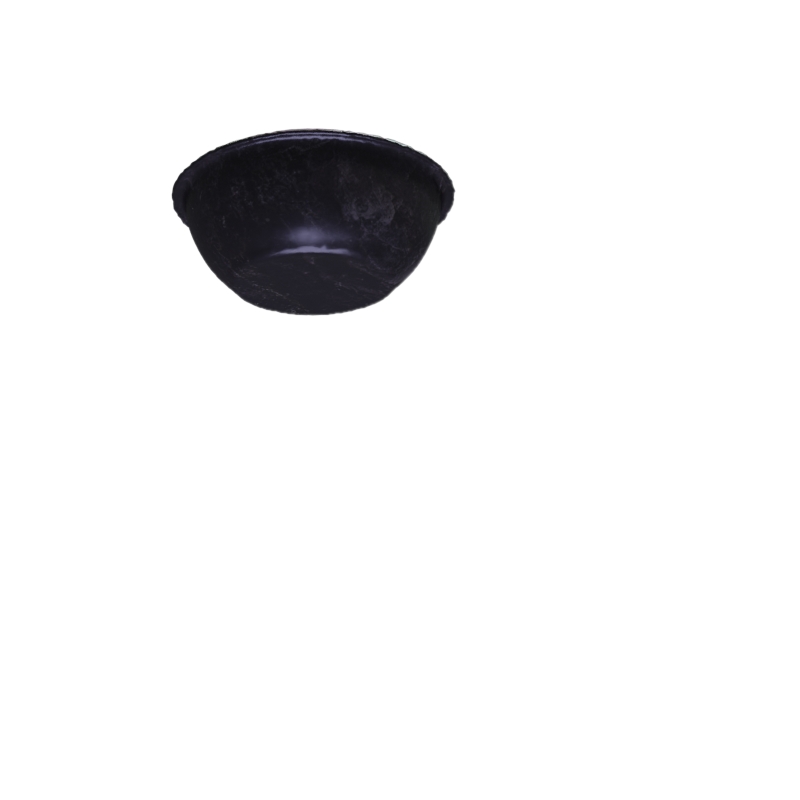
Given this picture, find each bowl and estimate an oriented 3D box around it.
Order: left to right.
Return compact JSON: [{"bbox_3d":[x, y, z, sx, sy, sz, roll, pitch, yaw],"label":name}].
[{"bbox_3d":[-0.049,-0.089,0.626,0.162,0.058,0.154,0,-19,-2],"label":"bowl"}]
